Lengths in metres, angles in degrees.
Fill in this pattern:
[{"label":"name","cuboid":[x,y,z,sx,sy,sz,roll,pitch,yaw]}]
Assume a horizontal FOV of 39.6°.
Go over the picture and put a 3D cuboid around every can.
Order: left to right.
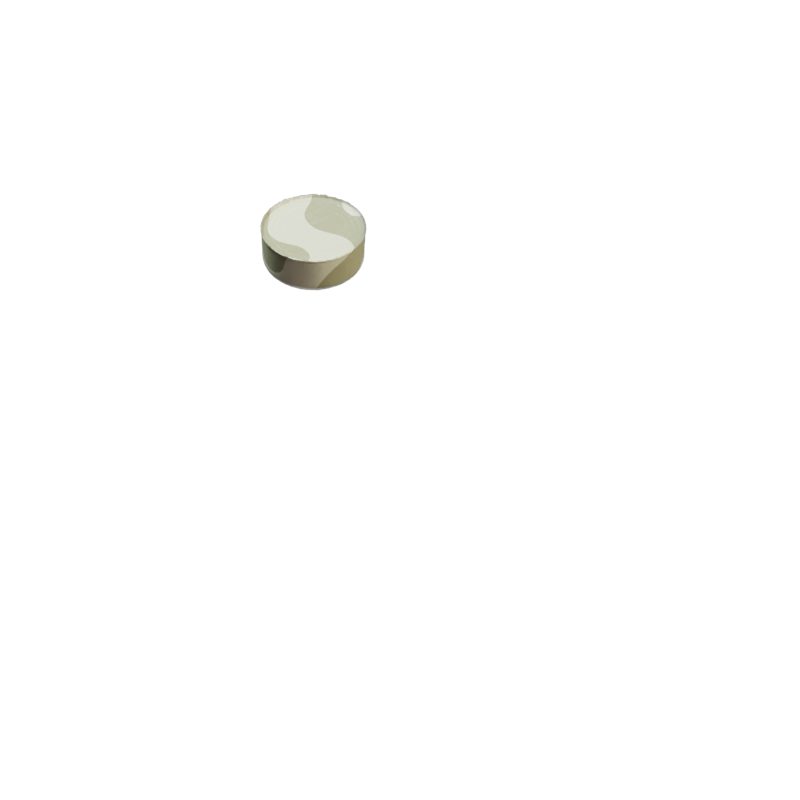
[{"label":"can","cuboid":[-0.071,-0.129,0.906,0.086,0.031,0.092,-1,45,-1]}]
